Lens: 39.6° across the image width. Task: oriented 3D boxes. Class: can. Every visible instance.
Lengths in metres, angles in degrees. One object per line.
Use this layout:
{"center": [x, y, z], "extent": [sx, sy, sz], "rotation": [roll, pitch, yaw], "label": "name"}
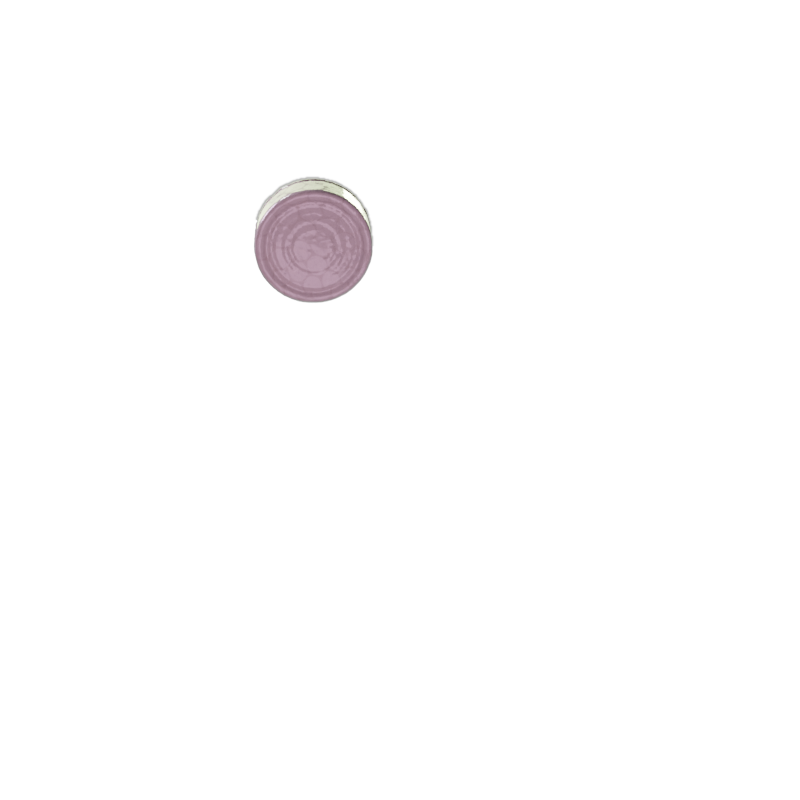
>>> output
{"center": [-0.062, -0.114, 0.798], "extent": [0.086, 0.082, 0.035], "rotation": [0, 19, -1], "label": "can"}
